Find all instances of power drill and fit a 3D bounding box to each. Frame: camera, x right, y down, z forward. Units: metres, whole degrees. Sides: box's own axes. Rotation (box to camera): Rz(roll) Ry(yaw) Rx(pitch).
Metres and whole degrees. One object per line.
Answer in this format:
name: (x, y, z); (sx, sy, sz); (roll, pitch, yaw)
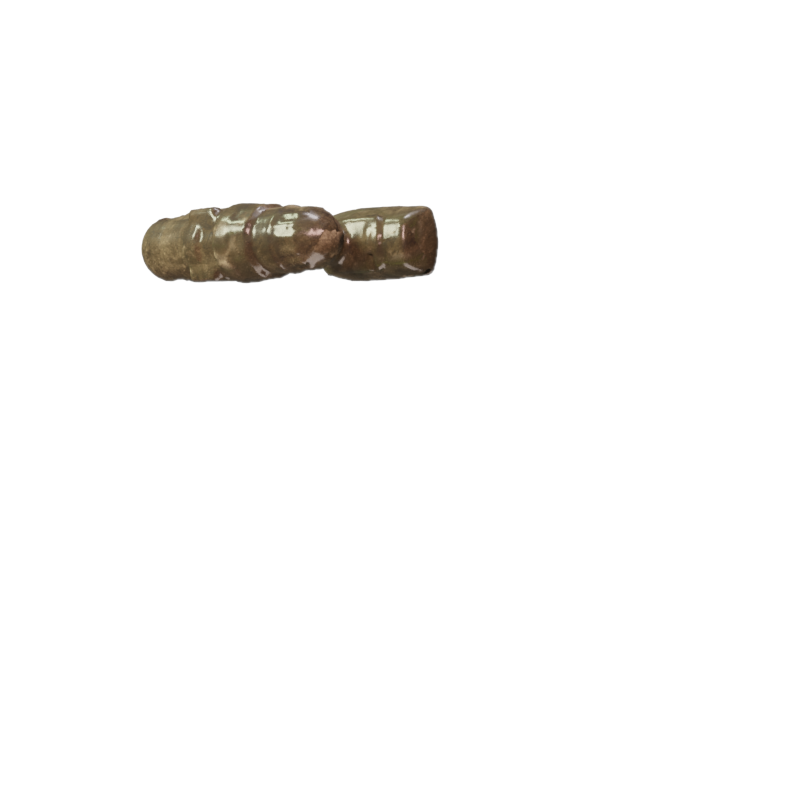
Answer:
power drill: (-0.061, -0.111, 0.781); (0.181, 0.057, 0.192); (-6, 8, -45)
